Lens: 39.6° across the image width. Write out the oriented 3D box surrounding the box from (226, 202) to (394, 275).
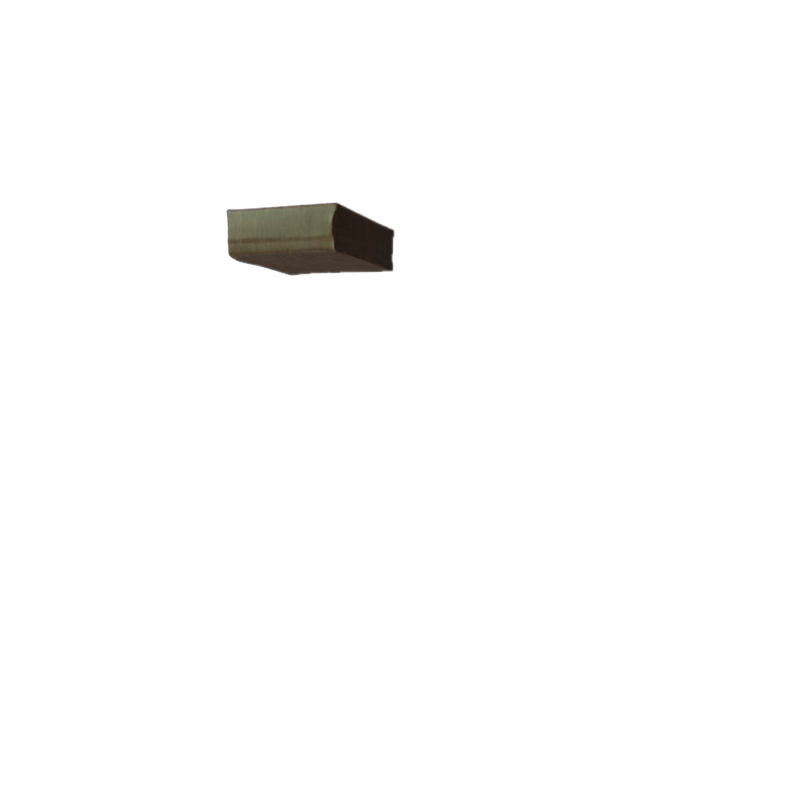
[{"bbox_3d":[-0.065,-0.118,0.830,0.092,0.039,0.109,-1,-1,23],"label":"box"}]
